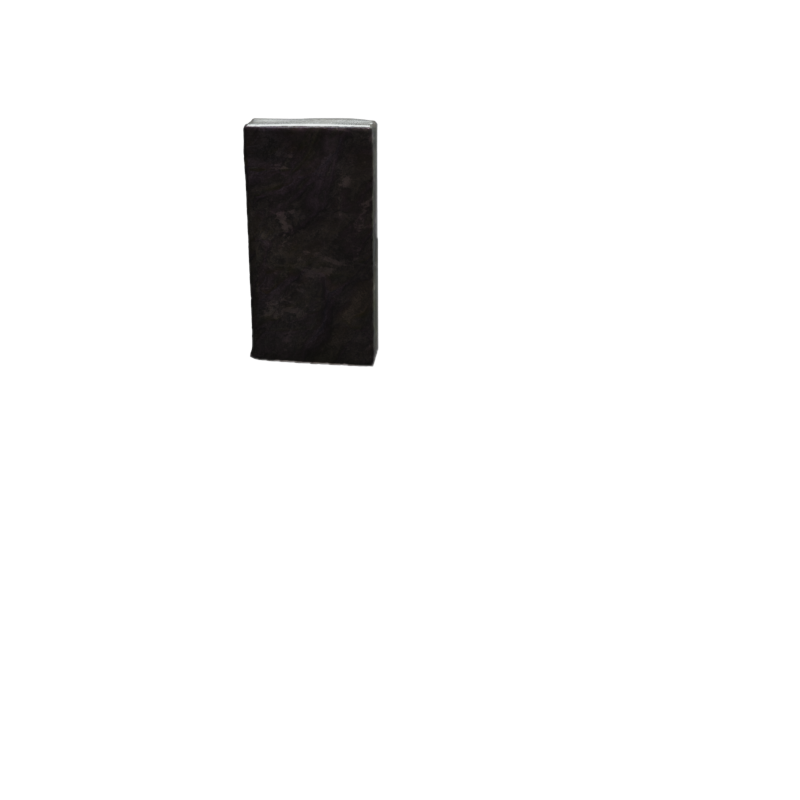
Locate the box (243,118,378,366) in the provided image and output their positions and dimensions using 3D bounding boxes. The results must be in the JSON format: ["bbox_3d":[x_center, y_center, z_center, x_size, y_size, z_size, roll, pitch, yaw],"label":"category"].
[{"bbox_3d":[-0.063,-0.114,0.801,0.094,0.170,0.049,3,14,8],"label":"box"}]
